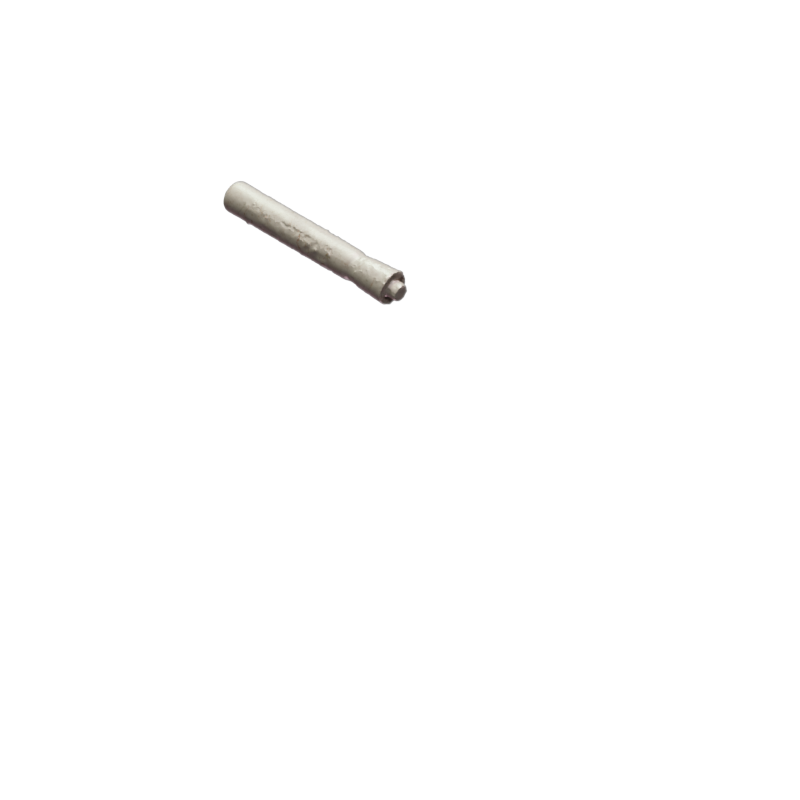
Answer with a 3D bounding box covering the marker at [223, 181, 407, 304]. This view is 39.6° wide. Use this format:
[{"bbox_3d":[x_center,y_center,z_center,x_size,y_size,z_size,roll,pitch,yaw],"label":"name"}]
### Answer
[{"bbox_3d":[-0.045,-0.082,0.576,0.129,0.019,0.019,33,22,32],"label":"marker"}]
